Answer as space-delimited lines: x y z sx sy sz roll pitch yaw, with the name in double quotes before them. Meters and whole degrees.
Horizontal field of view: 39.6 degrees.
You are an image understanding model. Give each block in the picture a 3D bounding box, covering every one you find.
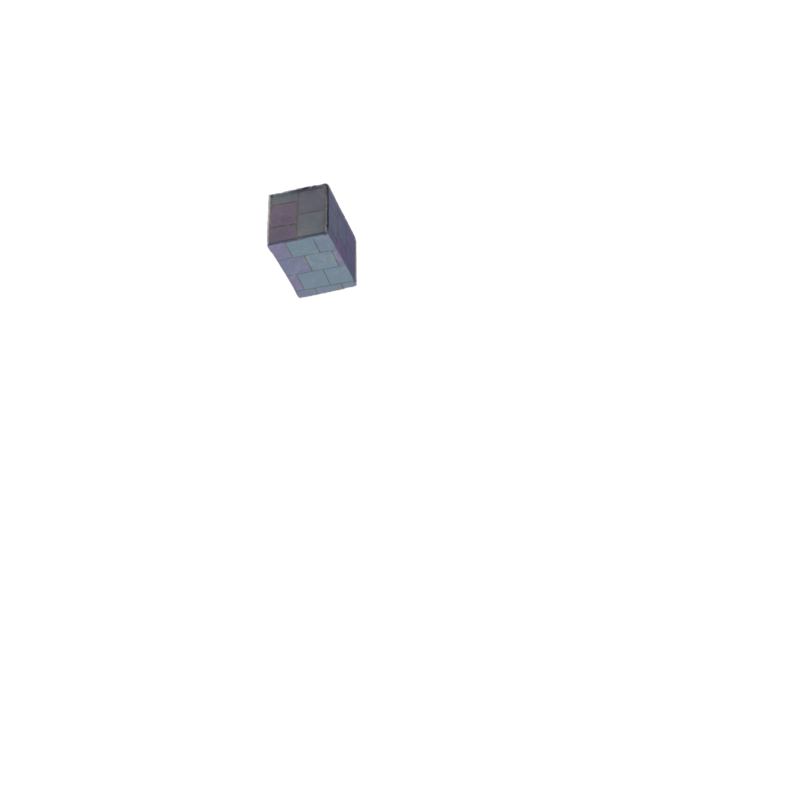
"block" -0.070 -0.128 0.895 0.053 0.055 0.072 -10 -34 13
